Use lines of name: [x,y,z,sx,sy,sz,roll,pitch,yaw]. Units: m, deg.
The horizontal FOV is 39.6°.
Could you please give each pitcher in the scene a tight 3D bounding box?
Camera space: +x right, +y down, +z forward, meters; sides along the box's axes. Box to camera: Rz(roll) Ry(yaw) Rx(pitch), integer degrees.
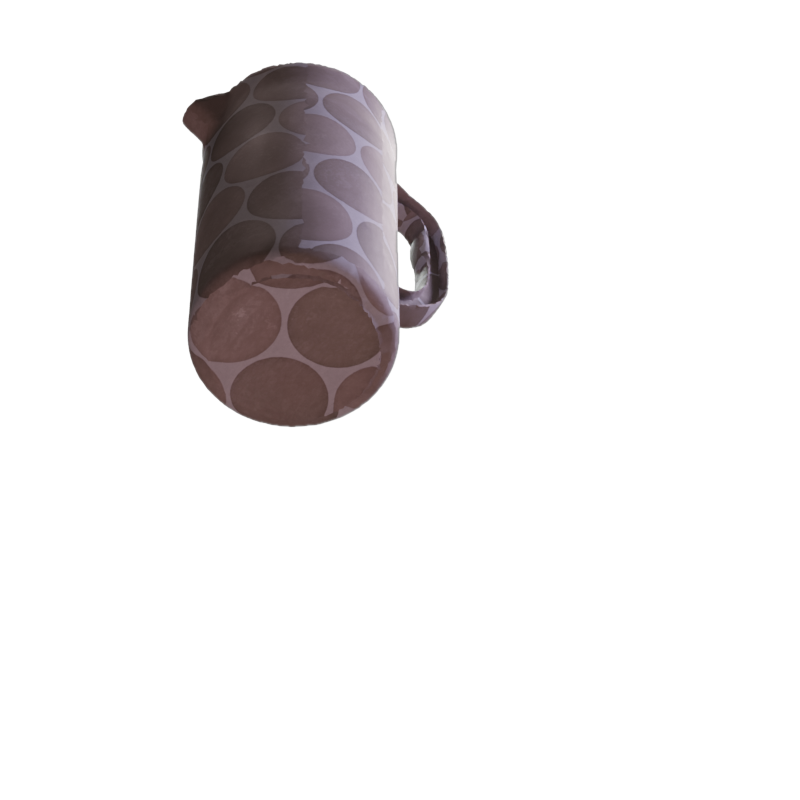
pitcher: [-0.052,-0.094,0.660,0.150,0.135,0.259,-13,34,6]
